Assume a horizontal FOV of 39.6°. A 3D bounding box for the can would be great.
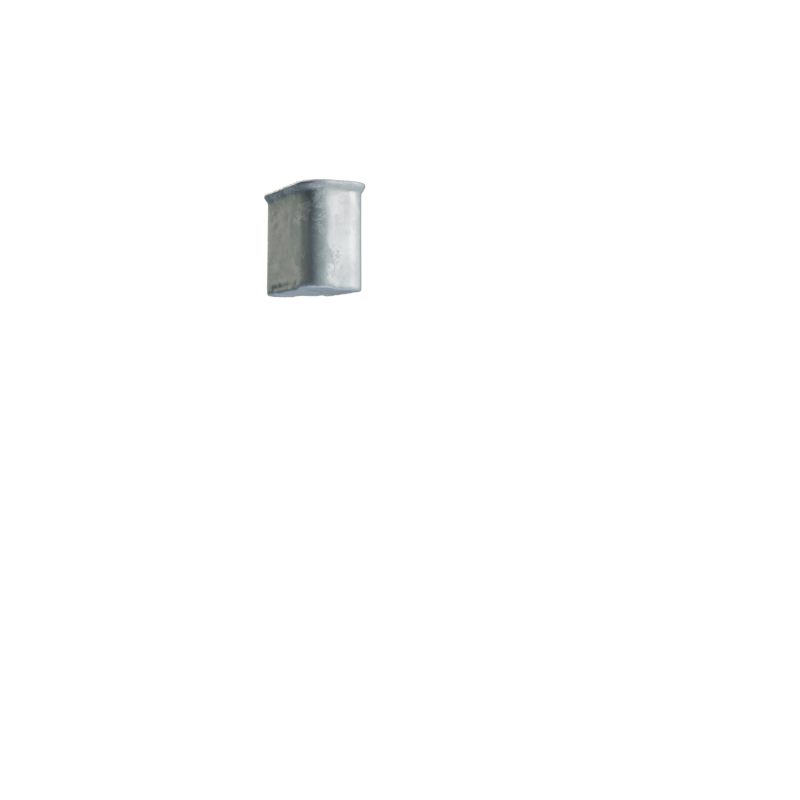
[{"bbox_3d":[-0.069,-0.126,0.885,0.056,0.085,0.104,2,-3,-27],"label":"can"}]
